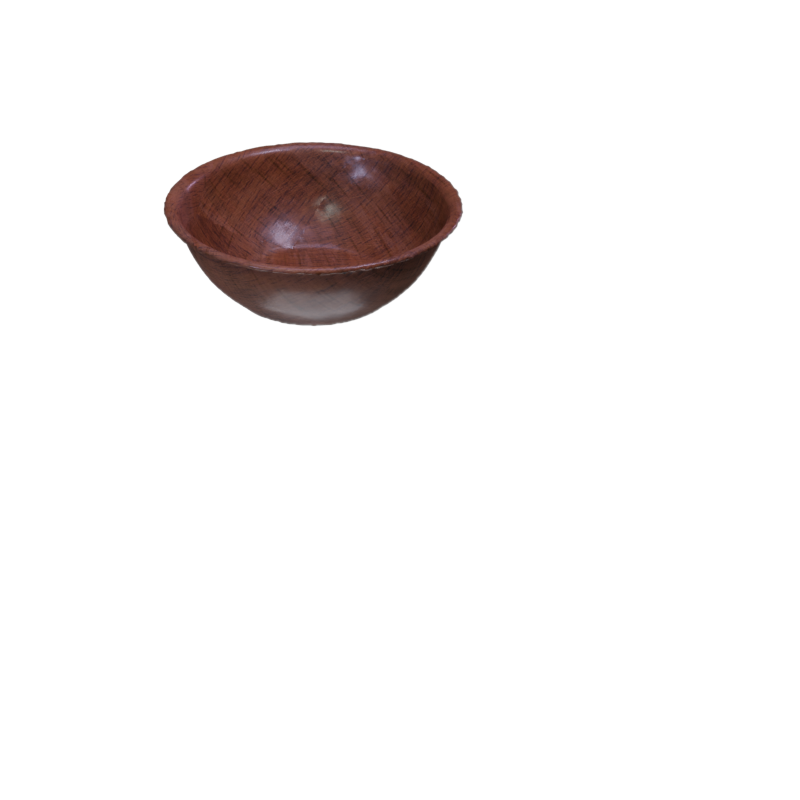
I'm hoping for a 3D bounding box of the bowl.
[{"bbox_3d":[-0.048,-0.088,0.614,0.162,0.052,0.173,-1,33,-2],"label":"bowl"}]
